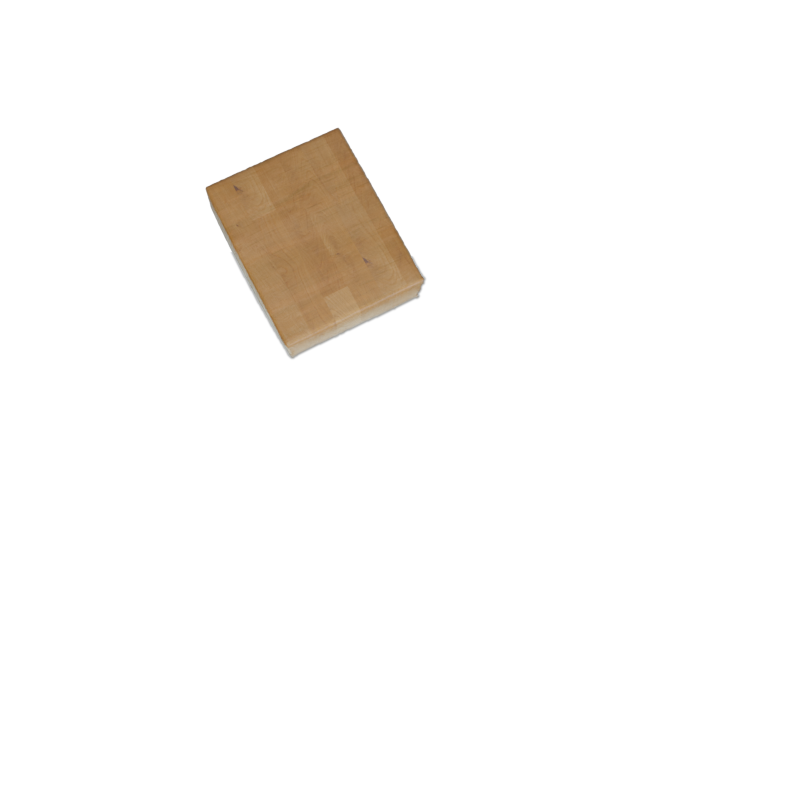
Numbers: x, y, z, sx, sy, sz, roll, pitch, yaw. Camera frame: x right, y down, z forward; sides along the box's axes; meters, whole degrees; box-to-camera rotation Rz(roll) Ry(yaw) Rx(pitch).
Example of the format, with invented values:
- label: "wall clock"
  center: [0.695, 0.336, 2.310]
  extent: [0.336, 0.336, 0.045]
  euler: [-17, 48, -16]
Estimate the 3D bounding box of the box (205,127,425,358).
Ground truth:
- label: "box"
  center: [-0.052, -0.094, 0.657]
  extent: [0.090, 0.119, 0.037]
  euler: [-26, -16, -8]
